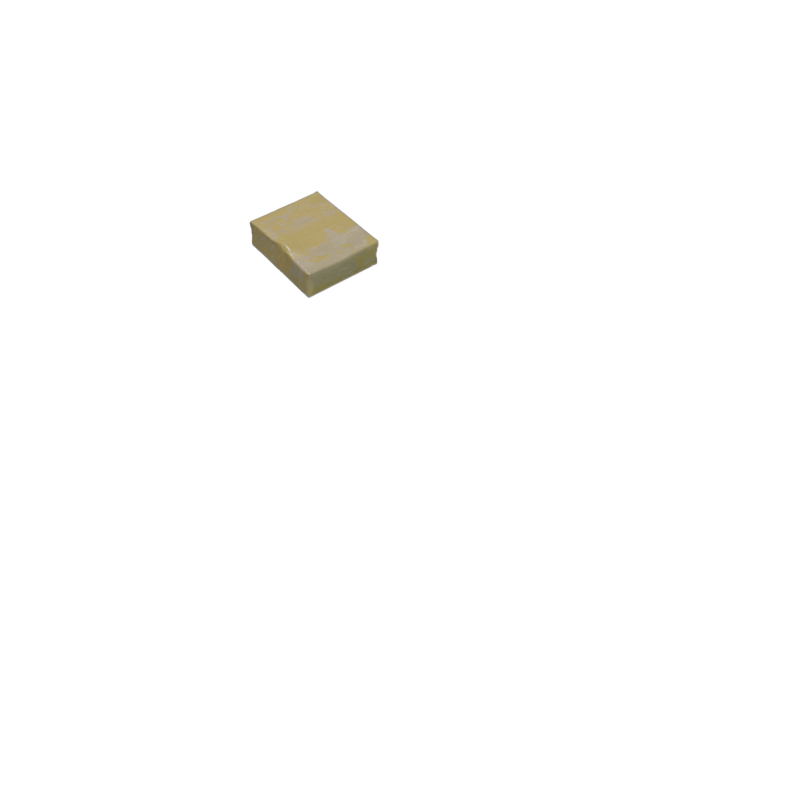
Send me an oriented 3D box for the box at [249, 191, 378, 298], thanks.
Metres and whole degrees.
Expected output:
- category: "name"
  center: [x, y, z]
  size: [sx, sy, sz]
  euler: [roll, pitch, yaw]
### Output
- category: "box"
  center: [-0.074, -0.135, 0.942]
  size: [0.073, 0.028, 0.096]
  euler: [-28, 51, -26]
